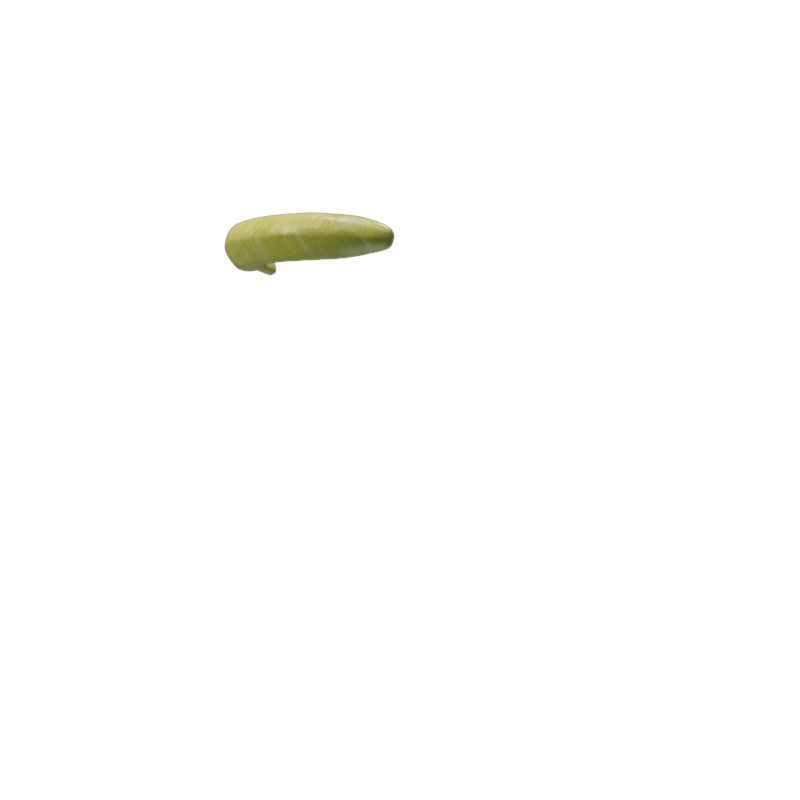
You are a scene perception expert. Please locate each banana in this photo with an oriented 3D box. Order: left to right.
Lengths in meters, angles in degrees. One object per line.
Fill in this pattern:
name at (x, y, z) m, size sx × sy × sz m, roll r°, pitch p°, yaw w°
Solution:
banana at (-0.083, -0.118, 0.826) m, size 0.067 × 0.037 × 0.204 m, roll 0°, pitch 2°, yaw -31°
